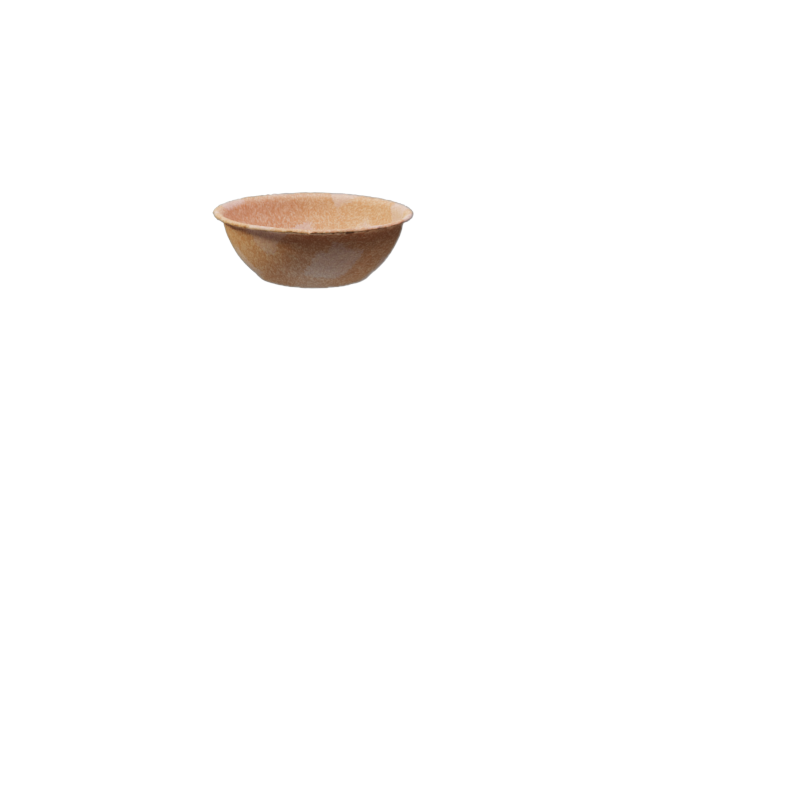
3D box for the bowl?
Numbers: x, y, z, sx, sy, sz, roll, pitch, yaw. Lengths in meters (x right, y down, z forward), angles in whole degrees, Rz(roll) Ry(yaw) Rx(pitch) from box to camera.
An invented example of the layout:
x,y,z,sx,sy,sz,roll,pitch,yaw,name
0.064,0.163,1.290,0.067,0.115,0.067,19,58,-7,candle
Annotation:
x,y,z,sx,sy,sz,roll,pitch,yaw,name
-0.071,-0.129,0.901,0.162,0.053,0.169,-1,20,-2,bowl
